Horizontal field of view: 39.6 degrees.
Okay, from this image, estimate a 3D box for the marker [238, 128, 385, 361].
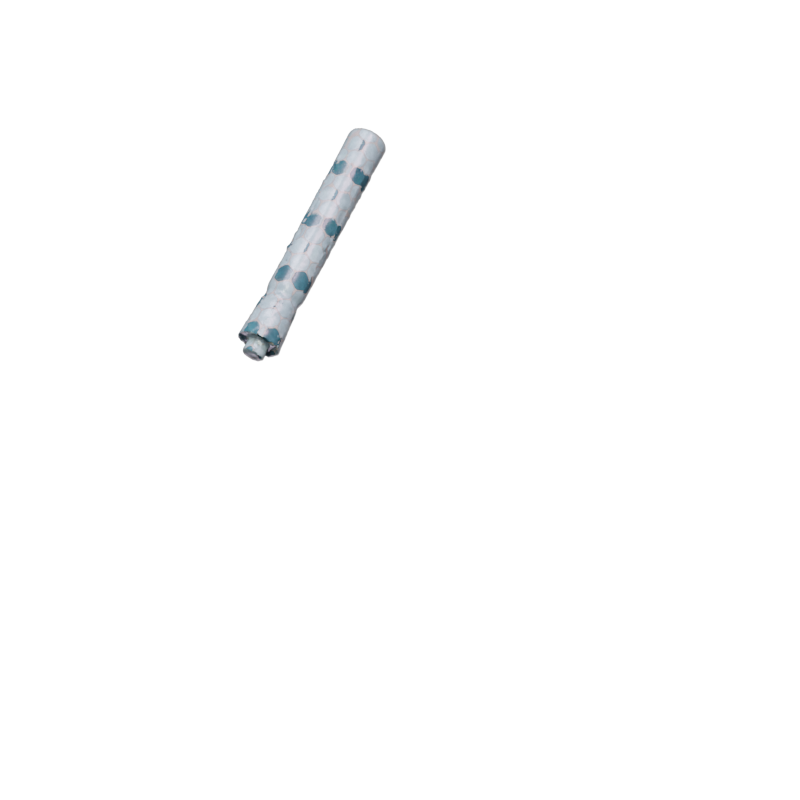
[{"bbox_3d":[-0.038,-0.069,0.484,0.020,0.126,0.019,20,-28,8],"label":"marker"}]
